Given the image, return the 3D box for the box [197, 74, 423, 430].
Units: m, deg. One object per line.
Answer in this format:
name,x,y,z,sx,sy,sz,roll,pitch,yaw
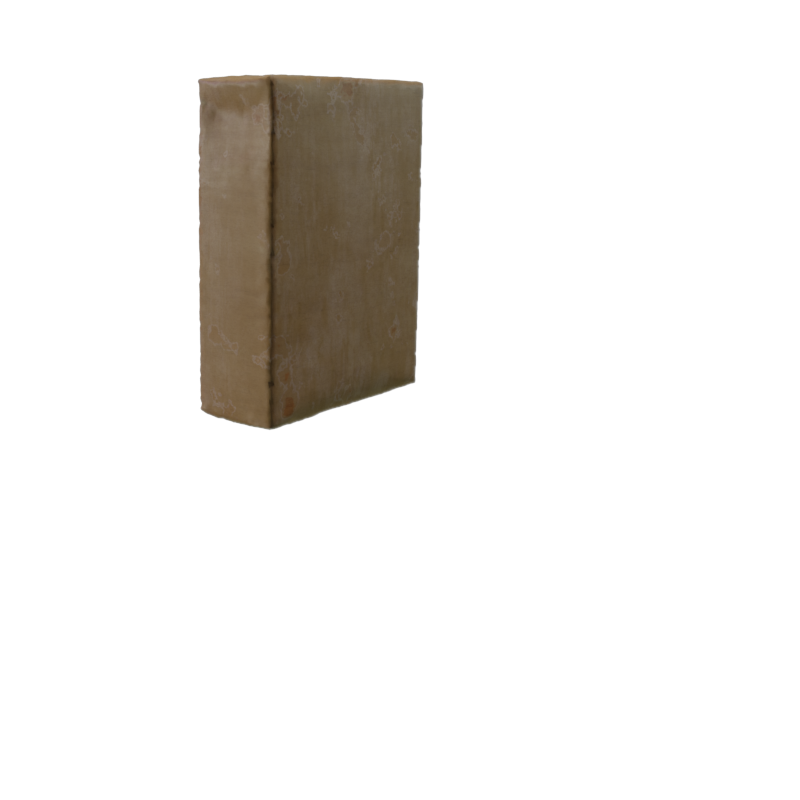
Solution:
box,-0.057,-0.105,0.732,0.075,0.210,0.160,5,10,35
